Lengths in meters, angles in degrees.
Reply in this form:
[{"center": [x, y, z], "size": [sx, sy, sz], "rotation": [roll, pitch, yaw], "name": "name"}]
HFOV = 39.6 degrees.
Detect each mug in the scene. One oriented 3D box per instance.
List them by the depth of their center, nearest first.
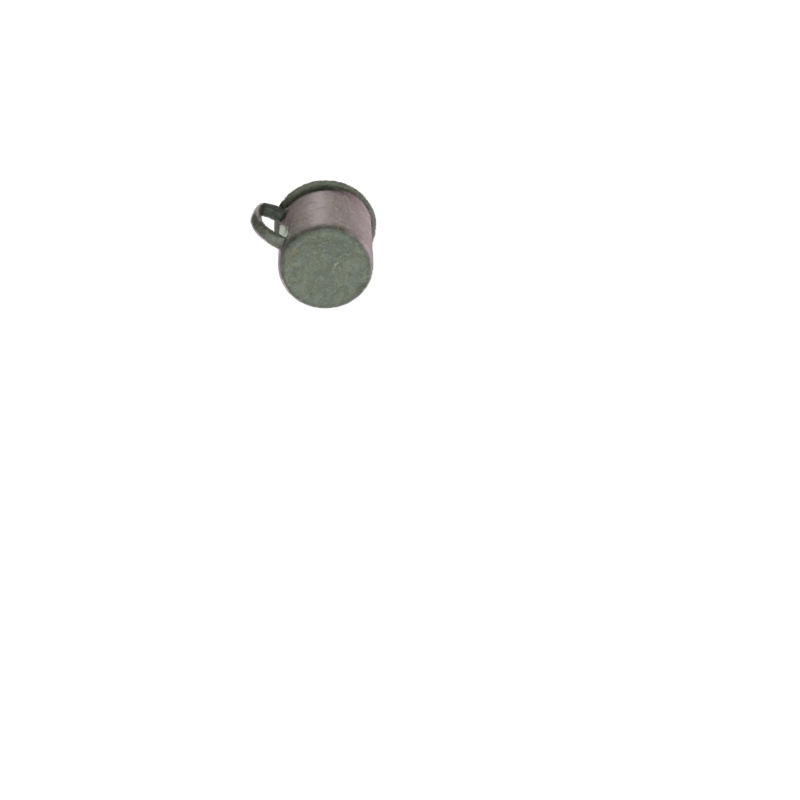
[{"center": [-0.076, -0.138, 0.967], "size": [0.113, 0.090, 0.087], "rotation": [25, 28, -16], "name": "mug"}]
